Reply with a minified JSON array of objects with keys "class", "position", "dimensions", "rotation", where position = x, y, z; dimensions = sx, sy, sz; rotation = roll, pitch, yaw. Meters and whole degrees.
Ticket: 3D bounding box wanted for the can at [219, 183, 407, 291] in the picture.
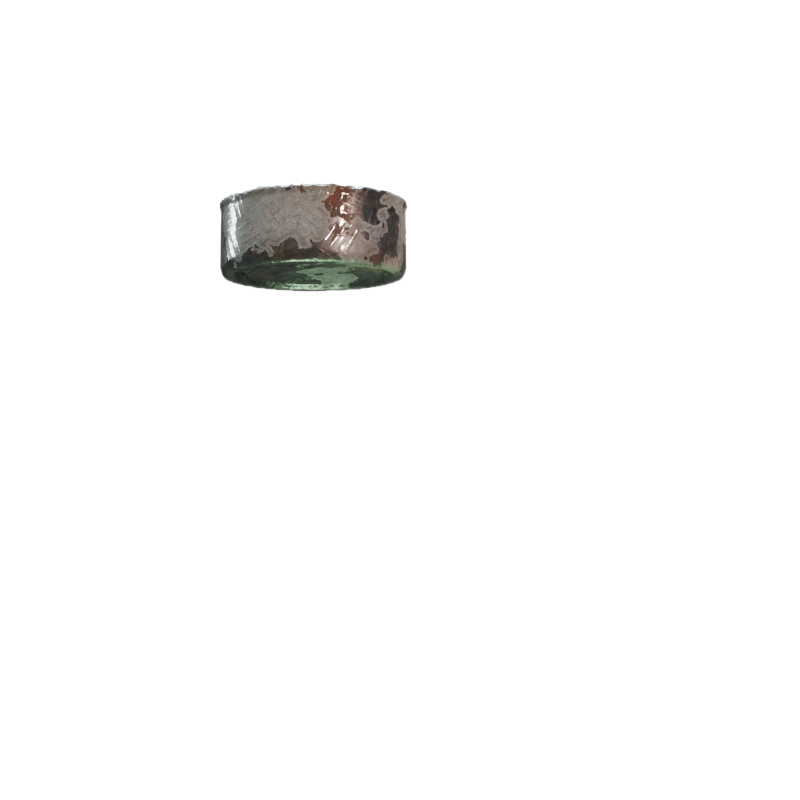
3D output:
[{"class":"can","position":[-0.040,-0.072,0.505],"dimensions":[0.086,0.034,0.084],"rotation":[0,-5,-2]}]
